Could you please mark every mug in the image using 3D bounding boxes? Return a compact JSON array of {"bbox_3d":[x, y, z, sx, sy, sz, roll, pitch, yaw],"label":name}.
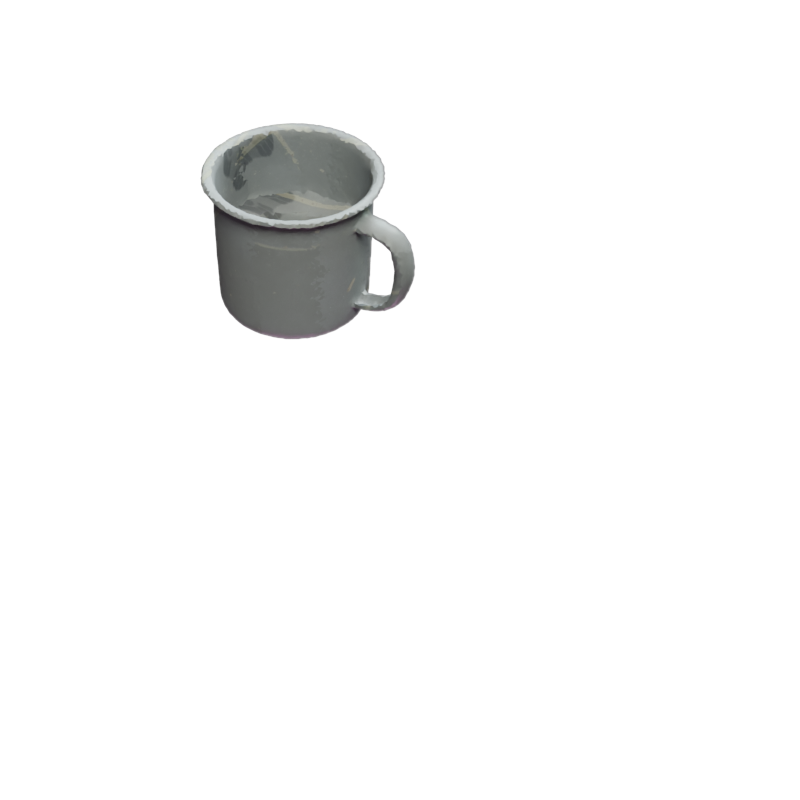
[{"bbox_3d":[-0.045,-0.082,0.577,0.122,0.076,0.096,21,45,21],"label":"mug"}]
